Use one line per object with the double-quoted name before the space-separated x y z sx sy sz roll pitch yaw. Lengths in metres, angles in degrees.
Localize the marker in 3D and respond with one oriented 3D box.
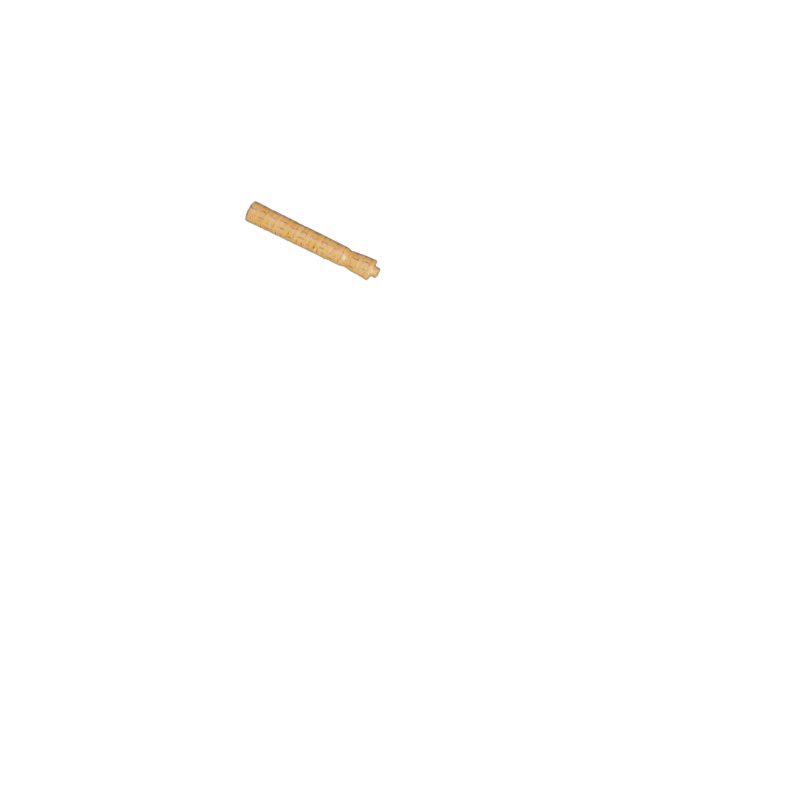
"marker" -0.072 -0.132 0.923 0.124 0.020 0.019 27 8 10
